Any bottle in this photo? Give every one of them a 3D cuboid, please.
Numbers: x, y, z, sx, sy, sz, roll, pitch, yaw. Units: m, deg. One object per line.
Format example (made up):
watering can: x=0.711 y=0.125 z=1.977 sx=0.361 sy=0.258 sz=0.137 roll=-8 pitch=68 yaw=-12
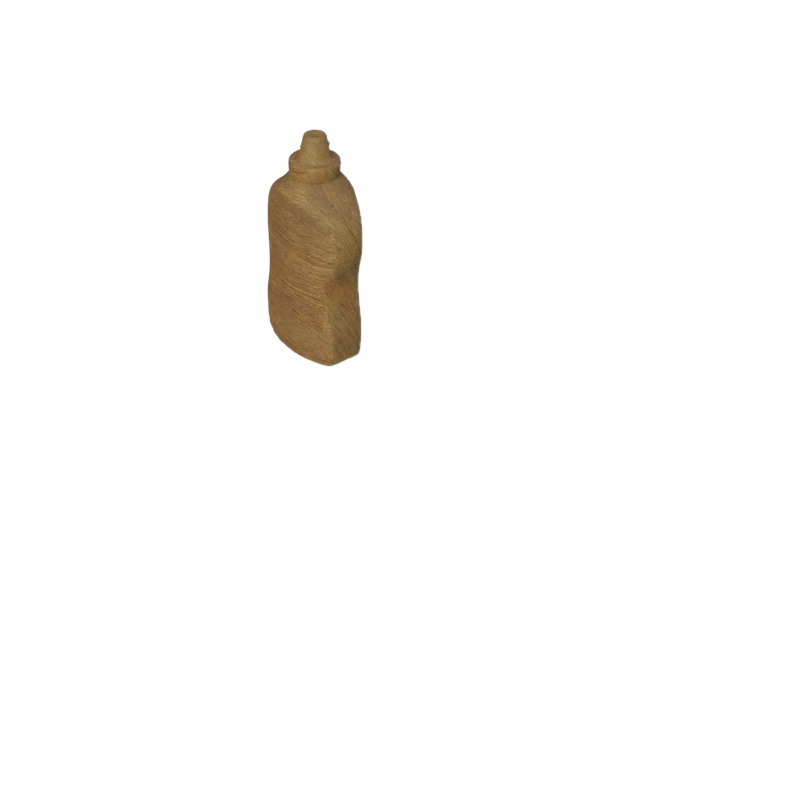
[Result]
bottle: x=-0.070 y=-0.128 z=0.897 sx=0.058 sy=0.180 sz=0.103 roll=-20 pitch=40 yaw=-30
